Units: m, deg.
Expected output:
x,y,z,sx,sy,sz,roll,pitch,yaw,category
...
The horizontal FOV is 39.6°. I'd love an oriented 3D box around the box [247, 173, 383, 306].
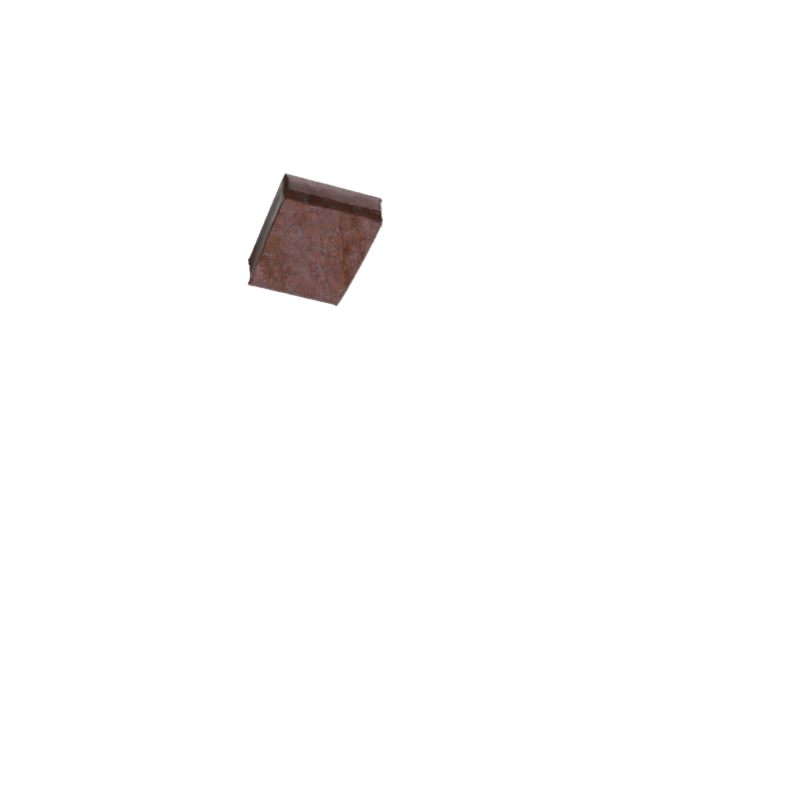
x,y,z,sx,sy,sz,roll,pitch,yaw,category
-0.076,-0.138,0.970,0.087,0.042,0.108,15,-47,-15,box
